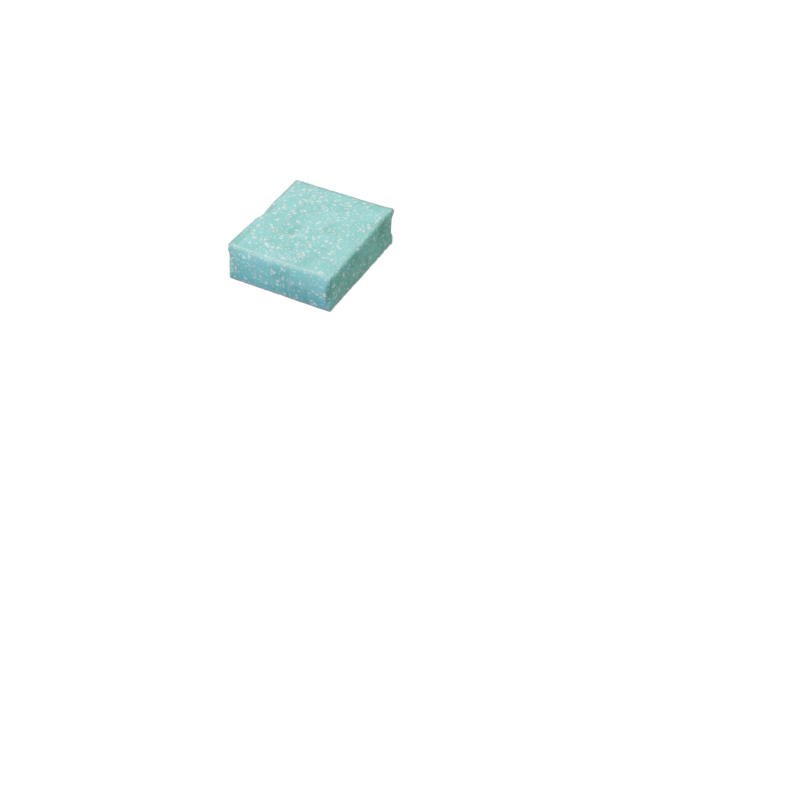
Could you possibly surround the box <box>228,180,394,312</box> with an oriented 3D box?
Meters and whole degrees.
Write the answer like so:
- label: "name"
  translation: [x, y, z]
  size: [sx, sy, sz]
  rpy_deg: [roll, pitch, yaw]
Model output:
- label: "box"
  translation: [-0.055, -0.100, 0.702]
  size: [0.076, 0.028, 0.092]
  rpy_deg: [19, 44, 20]
